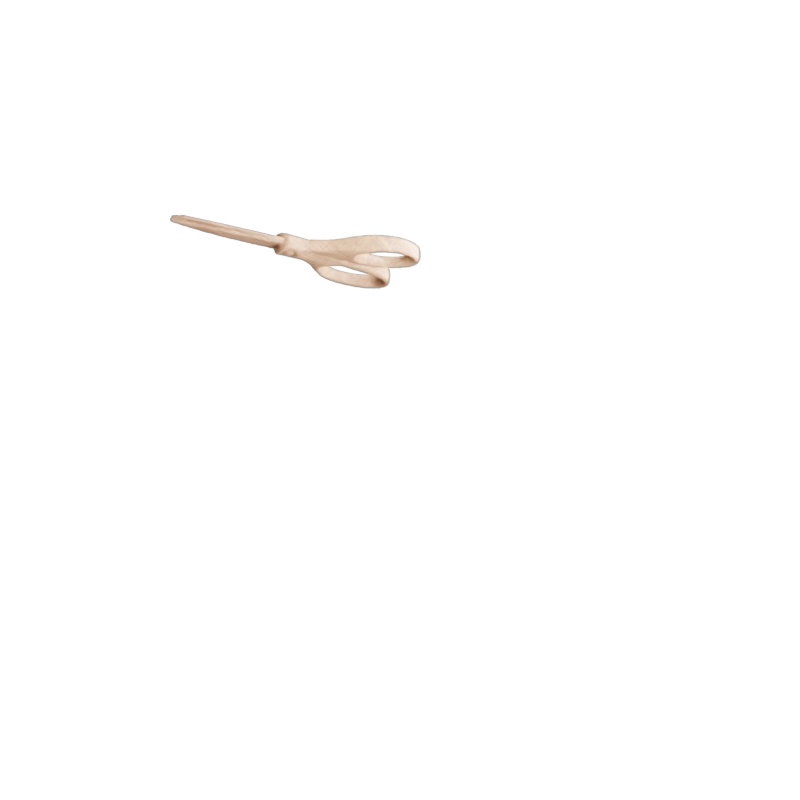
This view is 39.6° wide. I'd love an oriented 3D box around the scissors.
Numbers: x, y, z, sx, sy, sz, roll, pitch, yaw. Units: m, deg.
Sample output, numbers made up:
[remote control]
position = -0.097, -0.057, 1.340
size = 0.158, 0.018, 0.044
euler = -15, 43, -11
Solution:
[scissors]
position = -0.065, -0.118, 0.828
size = 0.098, 0.016, 0.190
euler = -12, -19, 39
